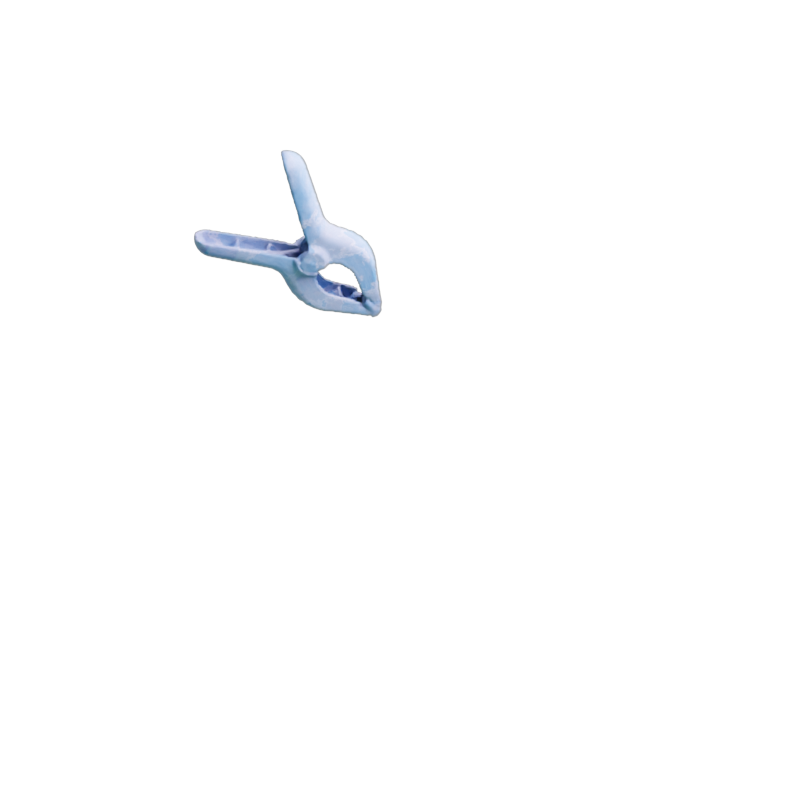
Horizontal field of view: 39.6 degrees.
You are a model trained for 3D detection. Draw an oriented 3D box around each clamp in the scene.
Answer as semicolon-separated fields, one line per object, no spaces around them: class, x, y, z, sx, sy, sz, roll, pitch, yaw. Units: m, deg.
clamp;-0.073;-0.133;0.931;0.163;0.042;0.117;28;-53;-24
